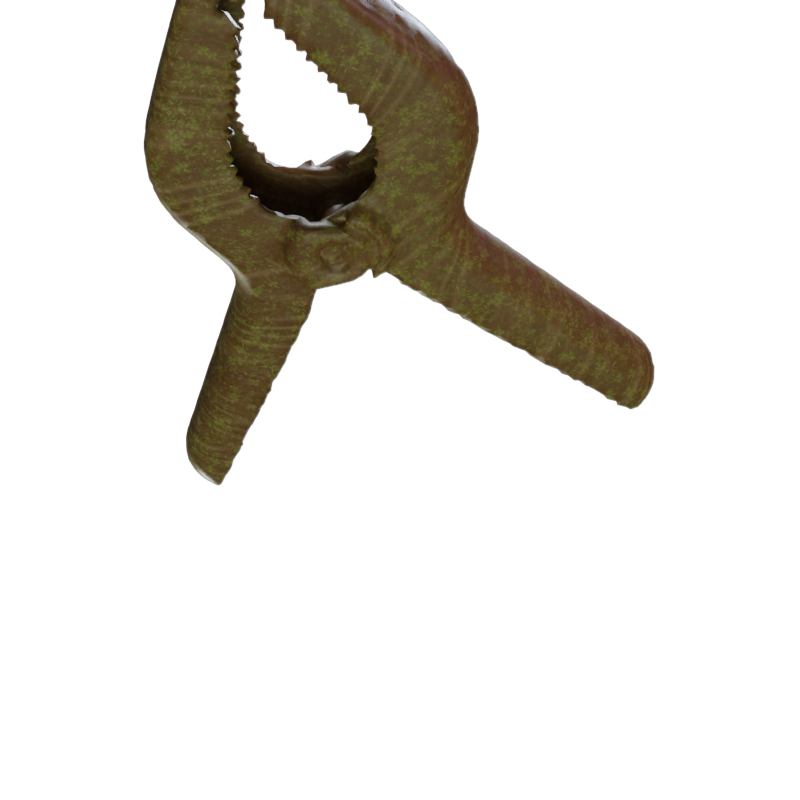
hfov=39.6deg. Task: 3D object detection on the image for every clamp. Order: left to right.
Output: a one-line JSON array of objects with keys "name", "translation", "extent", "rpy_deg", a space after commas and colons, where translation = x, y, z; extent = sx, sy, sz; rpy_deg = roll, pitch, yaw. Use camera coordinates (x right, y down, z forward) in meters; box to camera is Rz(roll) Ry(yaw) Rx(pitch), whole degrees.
[{"name": "clamp", "translation": [-0.026, -0.048, 0.337], "extent": [0.166, 0.039, 0.194], "rpy_deg": [-17, -49, 15]}]
